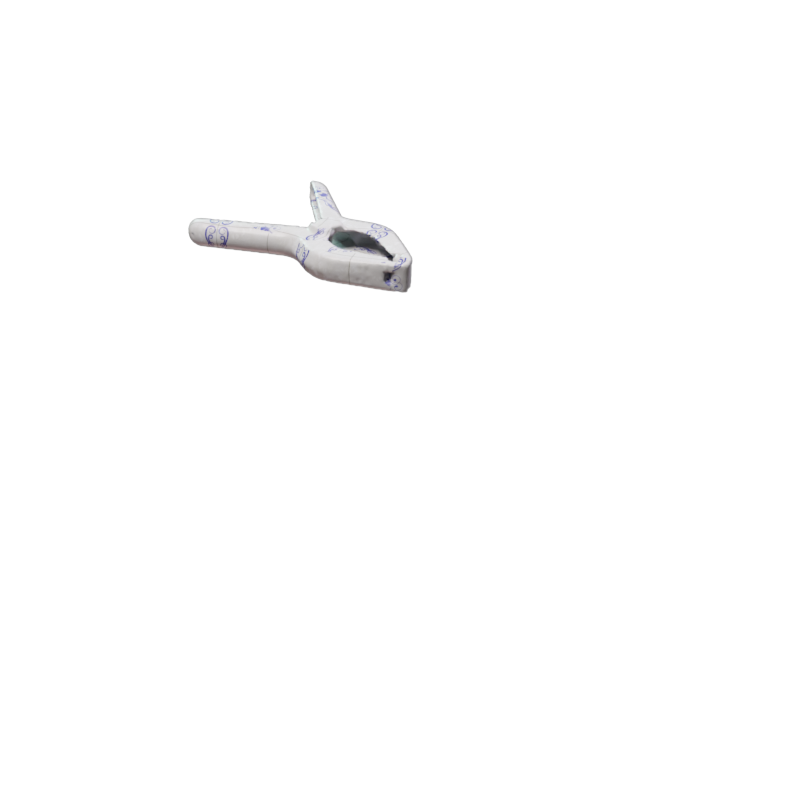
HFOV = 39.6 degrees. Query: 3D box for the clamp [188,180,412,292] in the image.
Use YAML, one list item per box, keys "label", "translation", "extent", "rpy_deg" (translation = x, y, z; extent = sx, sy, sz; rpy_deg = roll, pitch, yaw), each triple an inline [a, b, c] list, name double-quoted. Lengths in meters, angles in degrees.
- label: "clamp"
  translation: [-0.078, -0.142, 0.995]
  extent: [0.162, 0.034, 0.225]
  rpy_deg: [-22, 37, -32]
